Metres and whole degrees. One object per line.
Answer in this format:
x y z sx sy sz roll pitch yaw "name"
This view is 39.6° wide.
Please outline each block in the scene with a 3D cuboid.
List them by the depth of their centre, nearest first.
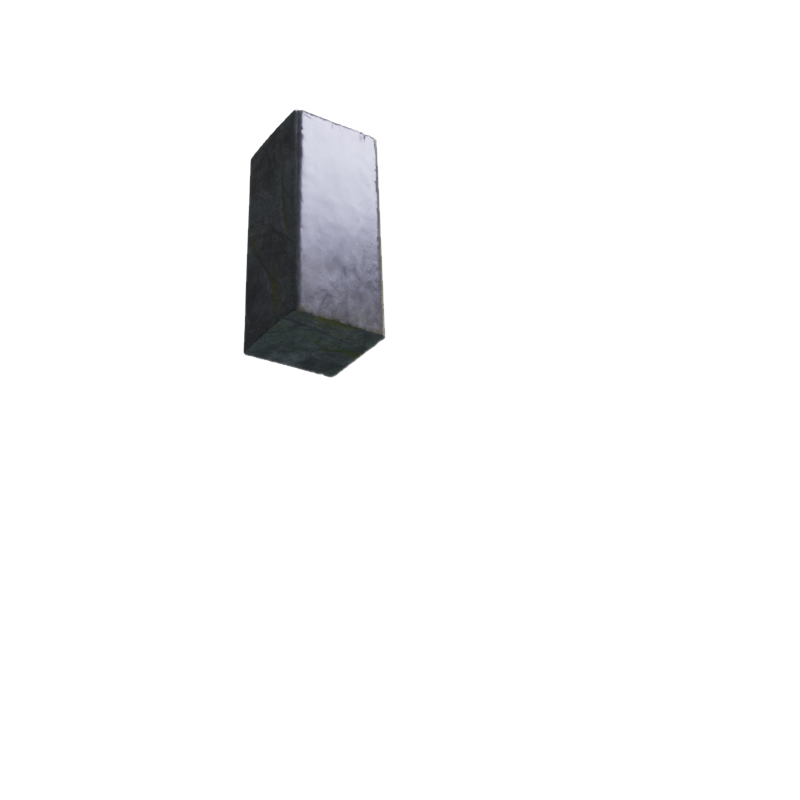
-0.076 -0.139 0.973 0.086 0.220 0.089 17 -36 -29 "block"
